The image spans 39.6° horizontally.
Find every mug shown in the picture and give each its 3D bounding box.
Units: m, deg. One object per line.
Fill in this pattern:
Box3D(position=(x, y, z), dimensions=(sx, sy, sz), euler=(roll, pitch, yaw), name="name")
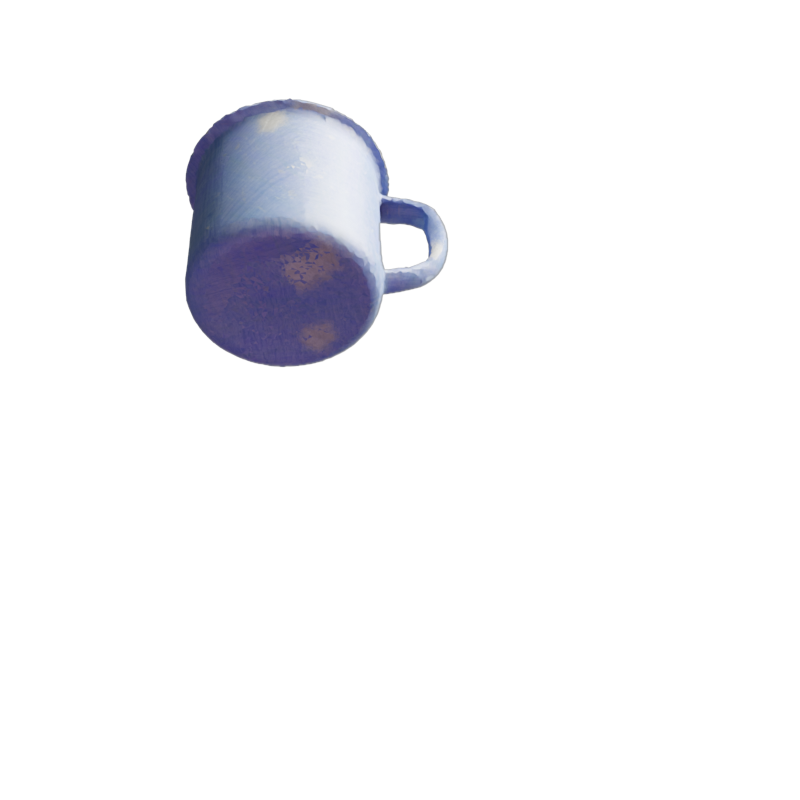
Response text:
Box3D(position=(-0.038, -0.068, 0.479), dimensions=(0.116, 0.087, 0.087), euler=(4, 43, -6), name="mug")
